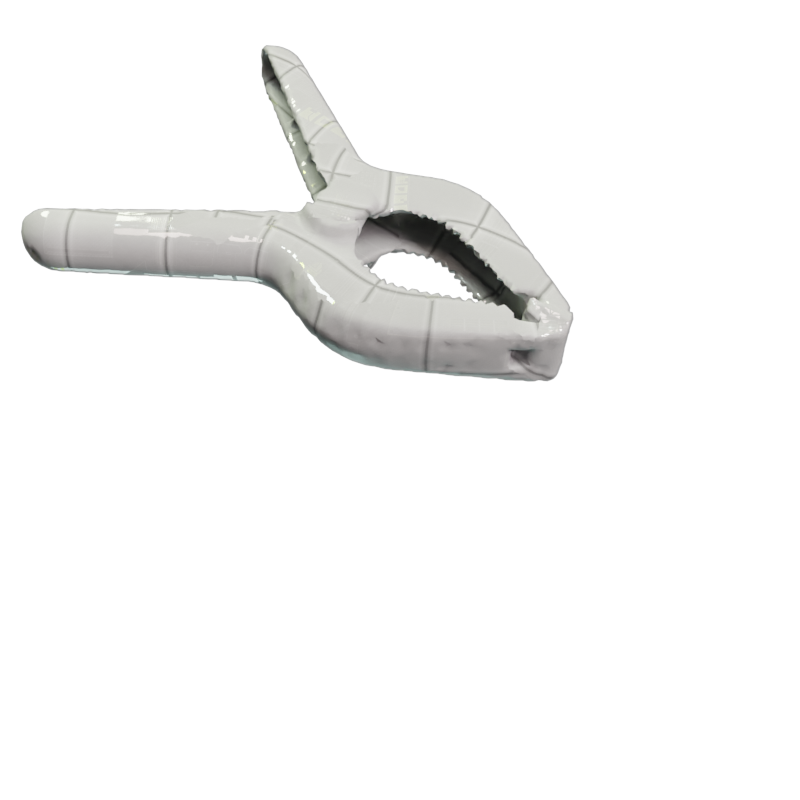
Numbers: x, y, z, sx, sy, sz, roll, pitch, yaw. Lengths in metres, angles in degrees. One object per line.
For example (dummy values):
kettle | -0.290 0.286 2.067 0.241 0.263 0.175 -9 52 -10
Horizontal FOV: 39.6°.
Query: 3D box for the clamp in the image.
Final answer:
clamp | -0.035 -0.063 0.442 0.223 0.034 0.166 35 57 27
